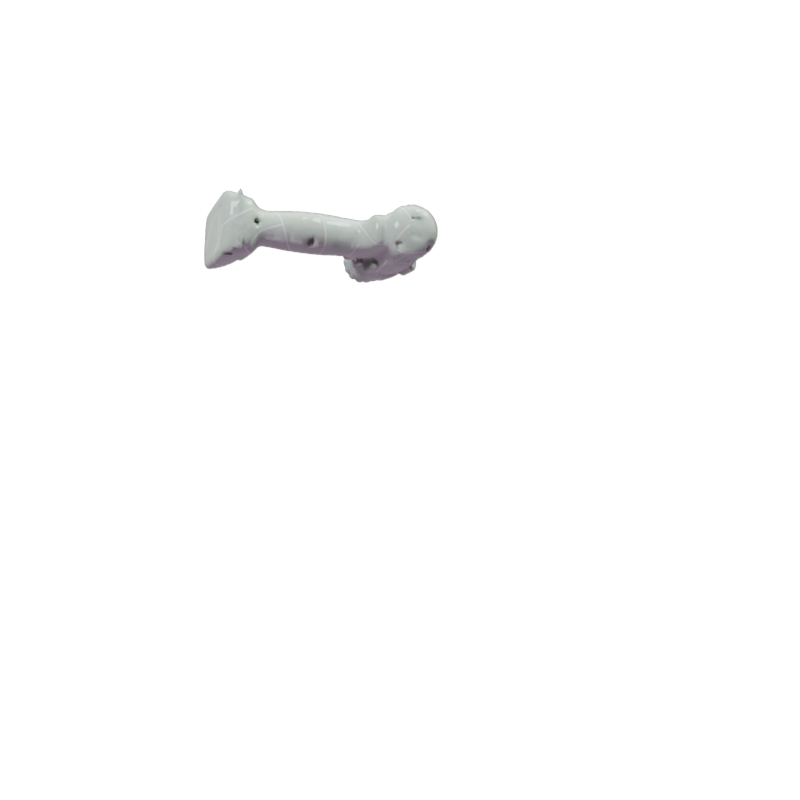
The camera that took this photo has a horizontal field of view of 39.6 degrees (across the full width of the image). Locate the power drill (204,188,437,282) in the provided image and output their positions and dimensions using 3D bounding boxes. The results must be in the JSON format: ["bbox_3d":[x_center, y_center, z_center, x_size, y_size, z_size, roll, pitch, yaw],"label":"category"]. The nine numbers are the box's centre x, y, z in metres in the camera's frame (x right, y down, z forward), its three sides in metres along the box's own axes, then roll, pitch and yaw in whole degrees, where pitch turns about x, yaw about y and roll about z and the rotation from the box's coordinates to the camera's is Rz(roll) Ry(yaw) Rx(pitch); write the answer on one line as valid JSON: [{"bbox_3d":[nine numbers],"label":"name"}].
[{"bbox_3d":[-0.078,-0.142,0.993,0.184,0.059,0.184,2,-6,-15],"label":"power drill"}]
